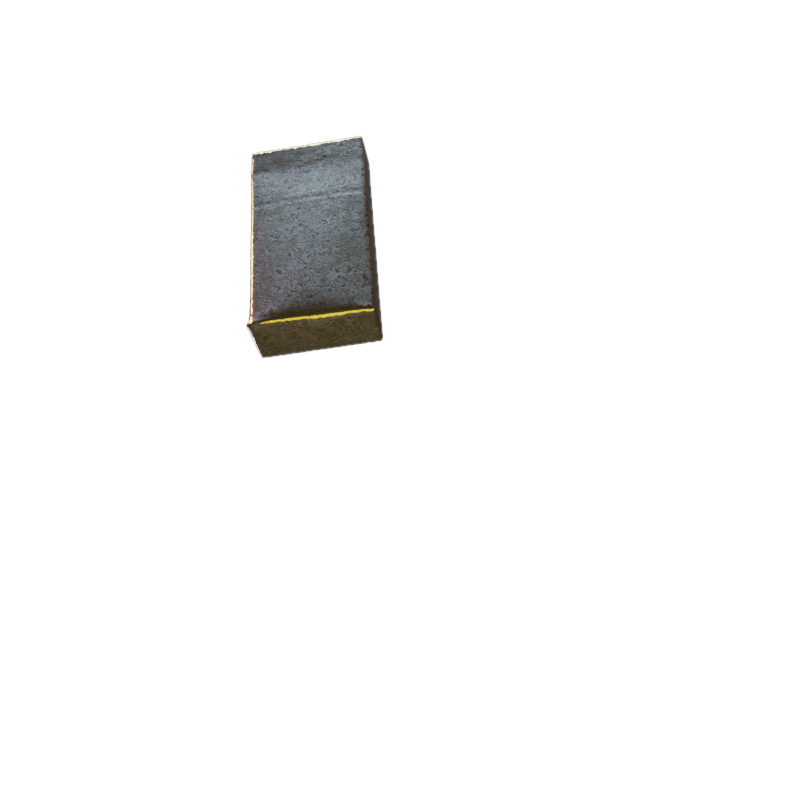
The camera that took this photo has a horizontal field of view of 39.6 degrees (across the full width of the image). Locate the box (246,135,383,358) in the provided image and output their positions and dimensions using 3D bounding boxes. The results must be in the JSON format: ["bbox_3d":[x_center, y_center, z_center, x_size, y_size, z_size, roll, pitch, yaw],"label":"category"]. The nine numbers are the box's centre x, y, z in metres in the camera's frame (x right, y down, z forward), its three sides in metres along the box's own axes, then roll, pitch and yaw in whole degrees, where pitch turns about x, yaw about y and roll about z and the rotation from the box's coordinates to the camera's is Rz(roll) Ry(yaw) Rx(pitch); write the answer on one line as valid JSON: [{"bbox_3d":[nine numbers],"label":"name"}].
[{"bbox_3d":[-0.065,-0.119,0.837,0.094,0.189,0.044,-9,-40,7],"label":"box"}]
